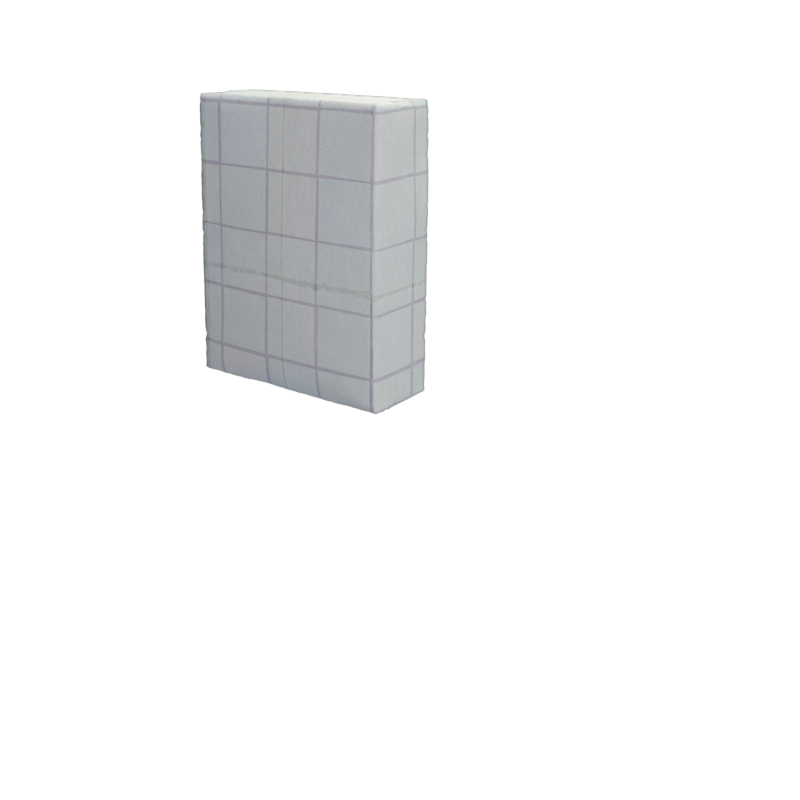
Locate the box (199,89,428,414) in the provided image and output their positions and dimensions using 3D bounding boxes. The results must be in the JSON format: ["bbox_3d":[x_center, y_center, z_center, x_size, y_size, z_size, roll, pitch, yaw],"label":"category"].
[{"bbox_3d":[-0.063,-0.115,0.807,0.172,0.207,0.070,12,17,36],"label":"box"}]
